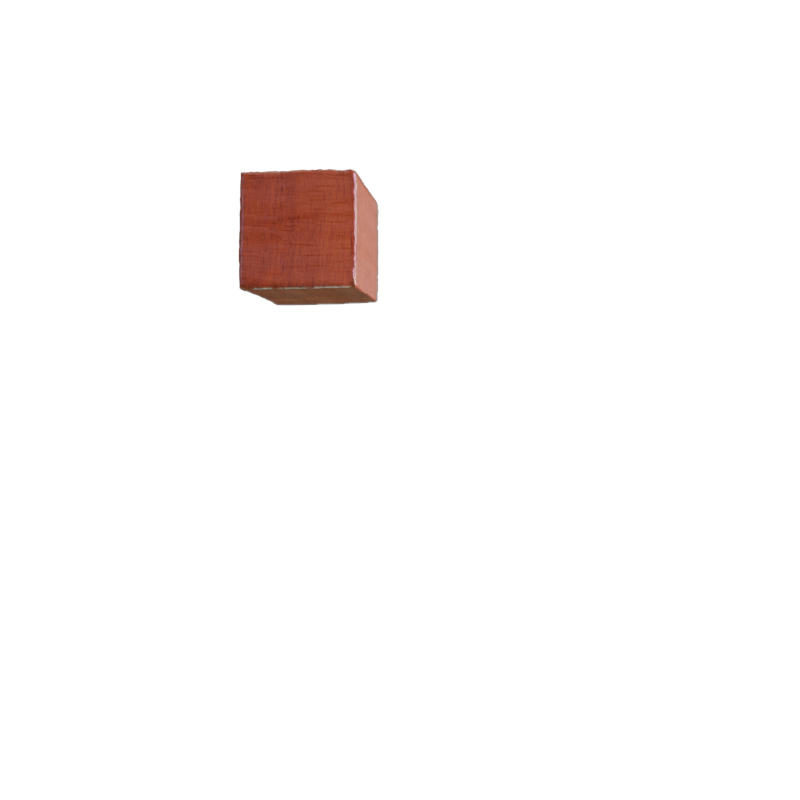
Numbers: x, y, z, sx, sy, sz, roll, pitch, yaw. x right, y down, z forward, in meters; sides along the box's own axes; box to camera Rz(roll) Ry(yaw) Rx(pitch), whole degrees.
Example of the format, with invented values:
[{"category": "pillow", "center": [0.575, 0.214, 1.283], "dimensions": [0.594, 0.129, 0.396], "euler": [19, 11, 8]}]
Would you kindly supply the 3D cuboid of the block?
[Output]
[{"category": "block", "center": [-0.040, -0.072, 0.508], "dimensions": [0.053, 0.052, 0.076], "euler": [-1, -3, 6]}]
